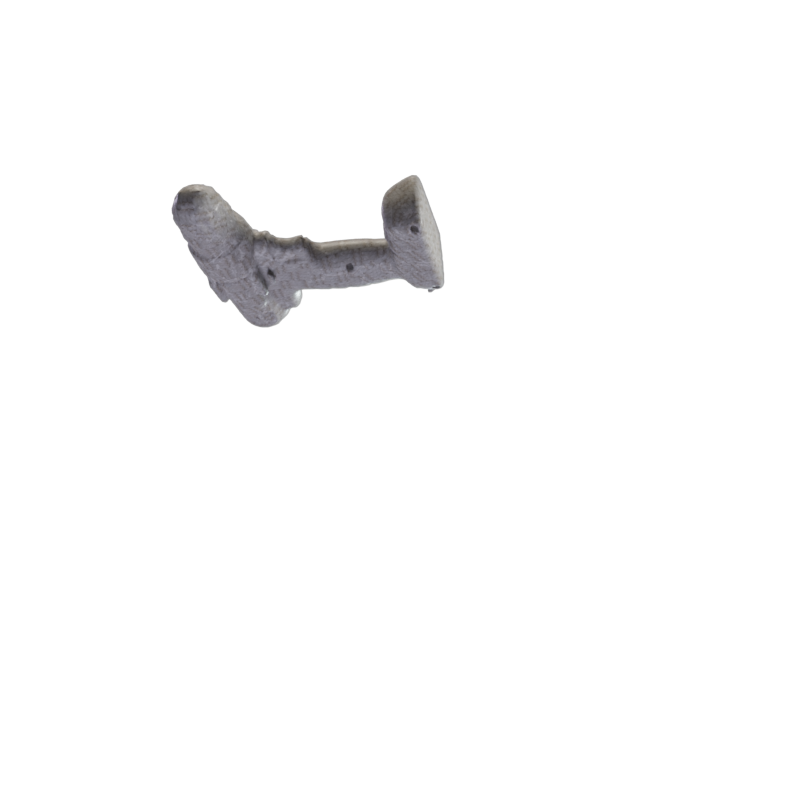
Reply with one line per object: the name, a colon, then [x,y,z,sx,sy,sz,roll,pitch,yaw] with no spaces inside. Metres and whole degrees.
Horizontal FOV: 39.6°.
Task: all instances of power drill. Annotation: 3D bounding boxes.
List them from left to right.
power drill: [-0.068,-0.124,0.869,0.190,0.061,0.171,-7,-25,14]
